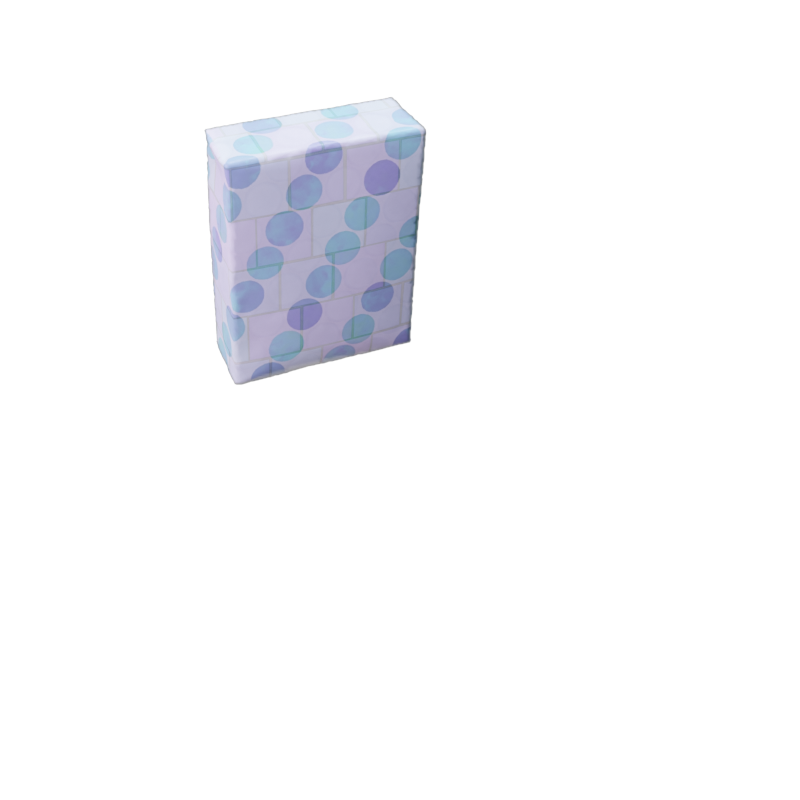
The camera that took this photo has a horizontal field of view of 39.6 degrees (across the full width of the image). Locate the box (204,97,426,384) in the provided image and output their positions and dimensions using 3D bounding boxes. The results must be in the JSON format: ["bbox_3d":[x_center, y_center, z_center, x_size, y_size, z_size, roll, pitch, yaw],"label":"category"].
[{"bbox_3d":[-0.071,-0.130,0.910,0.162,0.200,0.078,-13,39,-19],"label":"box"}]
